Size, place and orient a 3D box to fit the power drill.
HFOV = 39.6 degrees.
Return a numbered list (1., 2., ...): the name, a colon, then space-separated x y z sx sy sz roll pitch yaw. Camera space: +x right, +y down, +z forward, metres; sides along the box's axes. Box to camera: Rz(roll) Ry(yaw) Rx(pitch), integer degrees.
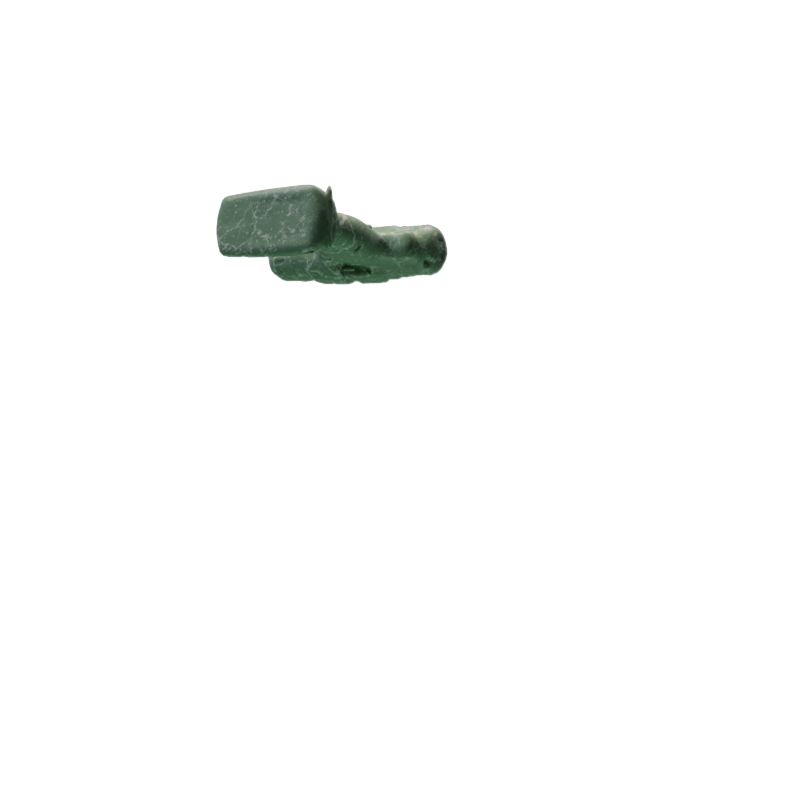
1. power drill: -0.076 -0.139 0.976 0.190 0.058 0.179 -2 -4 31
